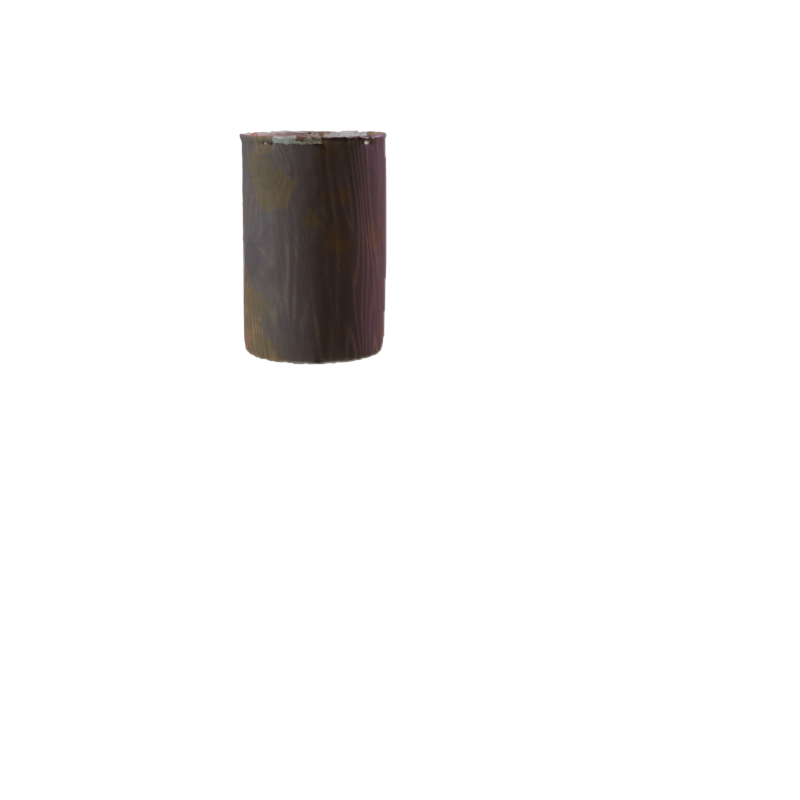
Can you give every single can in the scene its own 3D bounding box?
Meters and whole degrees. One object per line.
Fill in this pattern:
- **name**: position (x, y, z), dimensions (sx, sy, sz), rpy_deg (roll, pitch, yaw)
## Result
- **can**: position (-0.041, -0.074, 0.519), dimensions (0.068, 0.100, 0.070), rpy_deg (0, 11, -2)
